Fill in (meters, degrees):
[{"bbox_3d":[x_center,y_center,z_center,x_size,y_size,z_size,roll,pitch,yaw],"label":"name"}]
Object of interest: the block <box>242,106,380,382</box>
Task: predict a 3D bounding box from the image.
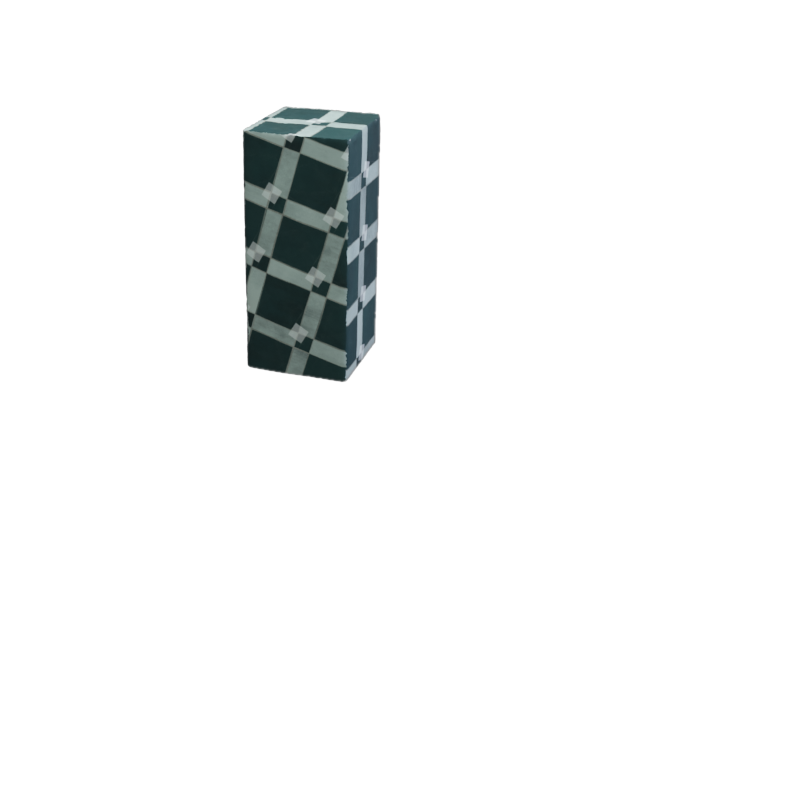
[{"bbox_3d":[-0.072,-0.132,0.925,0.093,0.197,0.092,8,23,16],"label":"block"}]
